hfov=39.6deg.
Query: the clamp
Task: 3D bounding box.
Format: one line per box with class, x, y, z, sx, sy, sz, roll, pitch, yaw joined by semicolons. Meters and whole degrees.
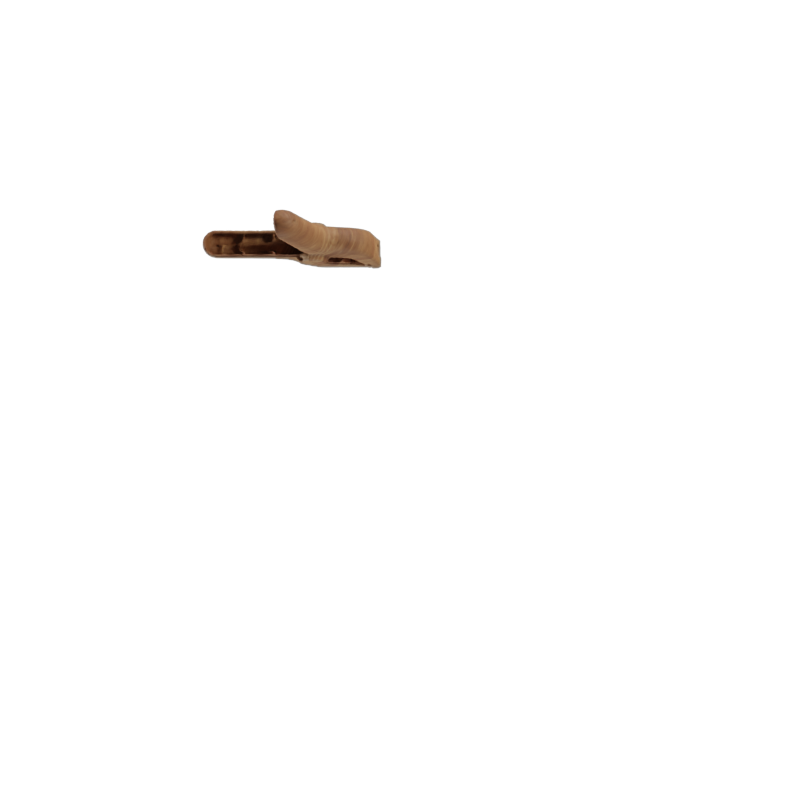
clamp;-0.078;-0.143;0.999;0.165;0.039;0.124;-1;2;-32
